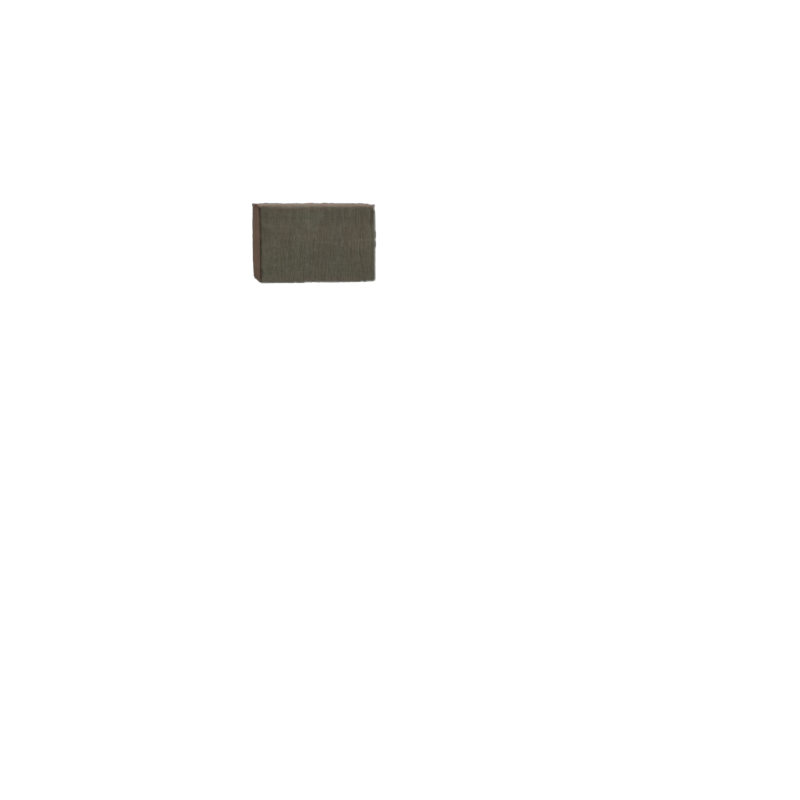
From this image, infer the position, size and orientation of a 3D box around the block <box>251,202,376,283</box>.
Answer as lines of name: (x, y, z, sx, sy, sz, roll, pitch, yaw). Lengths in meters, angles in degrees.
block: (-0.057, -0.104, 0.732, 0.077, 0.051, 0.054, -1, 7, -9)
